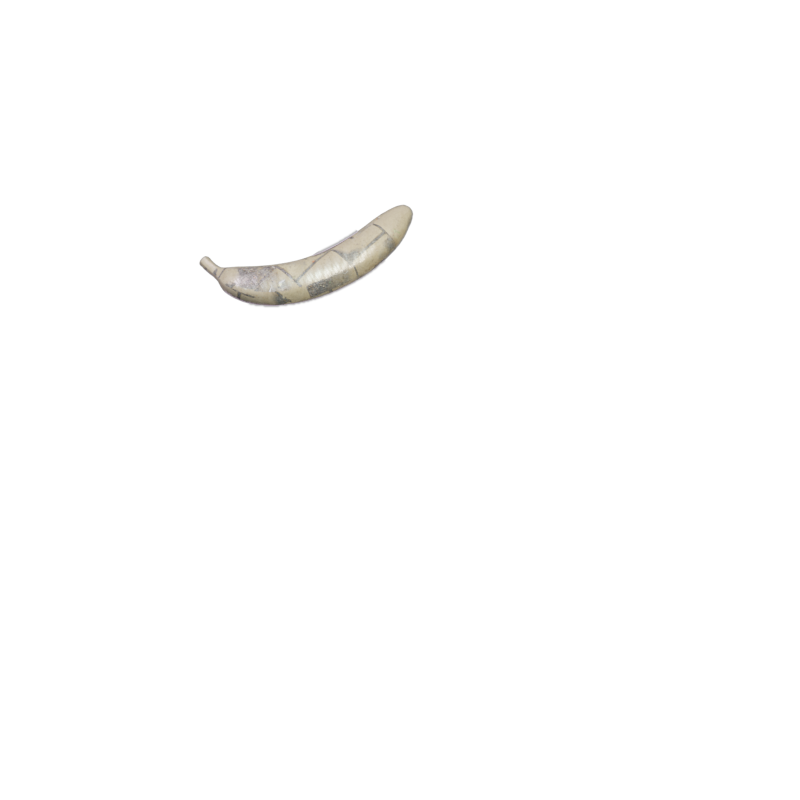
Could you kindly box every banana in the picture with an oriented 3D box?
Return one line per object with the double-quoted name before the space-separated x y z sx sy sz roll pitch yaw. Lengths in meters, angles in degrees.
"banana" -0.076 -0.123 0.982 0.197 0.074 0.035 -15 -21 -6
